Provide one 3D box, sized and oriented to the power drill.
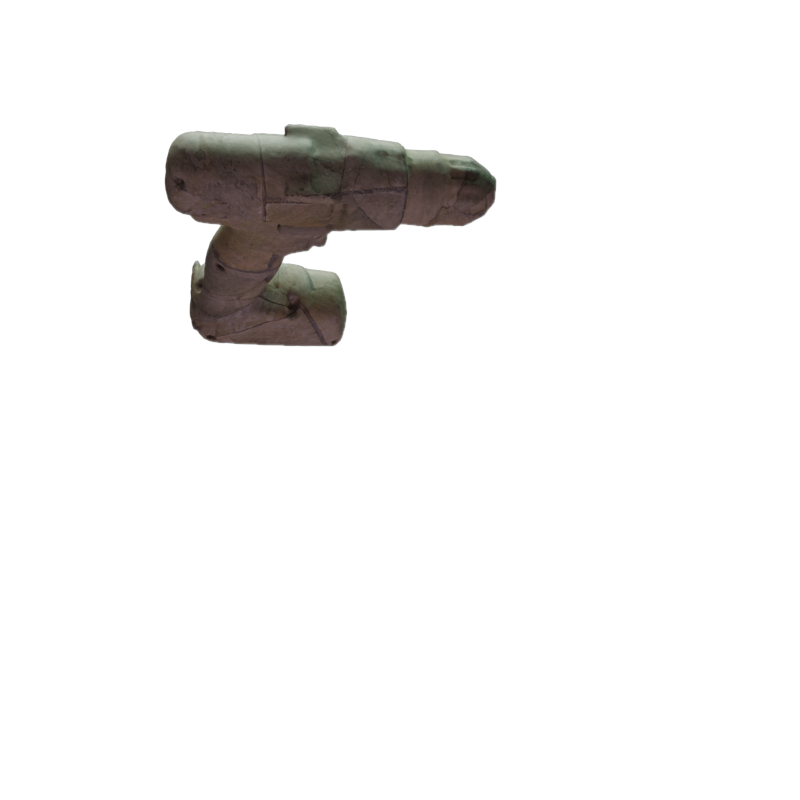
[{"bbox_3d":[-0.053,-0.096,0.671,0.182,0.061,0.179,5,-26,-10],"label":"power drill"}]
